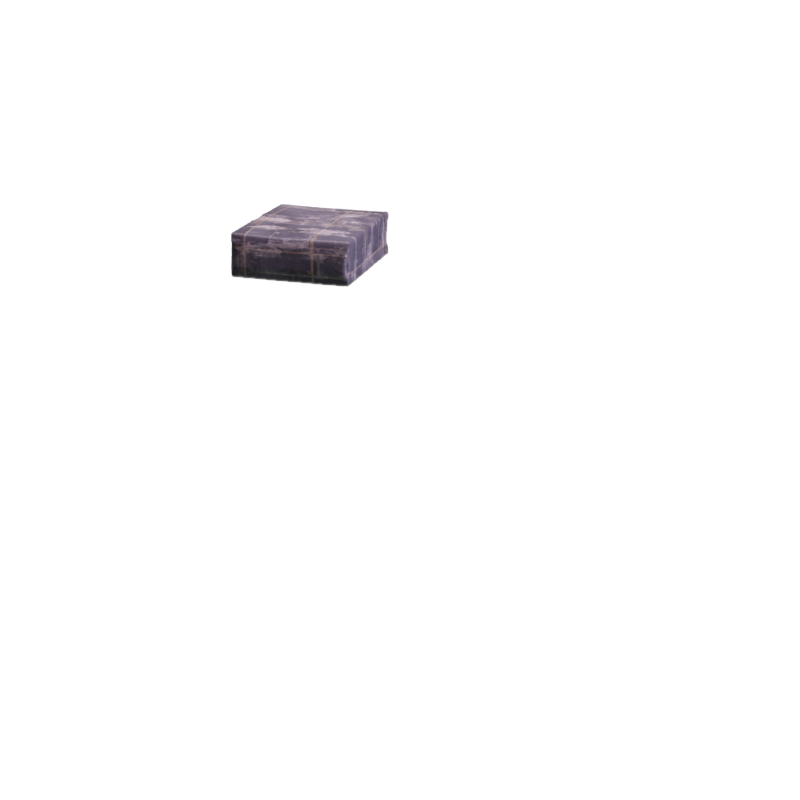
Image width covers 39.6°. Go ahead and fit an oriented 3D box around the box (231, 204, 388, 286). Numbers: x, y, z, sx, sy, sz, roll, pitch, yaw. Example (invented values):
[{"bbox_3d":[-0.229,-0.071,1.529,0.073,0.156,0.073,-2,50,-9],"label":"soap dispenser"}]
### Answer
[{"bbox_3d":[-0.053,-0.096,0.674,0.075,0.029,0.091,6,22,15],"label":"box"}]
